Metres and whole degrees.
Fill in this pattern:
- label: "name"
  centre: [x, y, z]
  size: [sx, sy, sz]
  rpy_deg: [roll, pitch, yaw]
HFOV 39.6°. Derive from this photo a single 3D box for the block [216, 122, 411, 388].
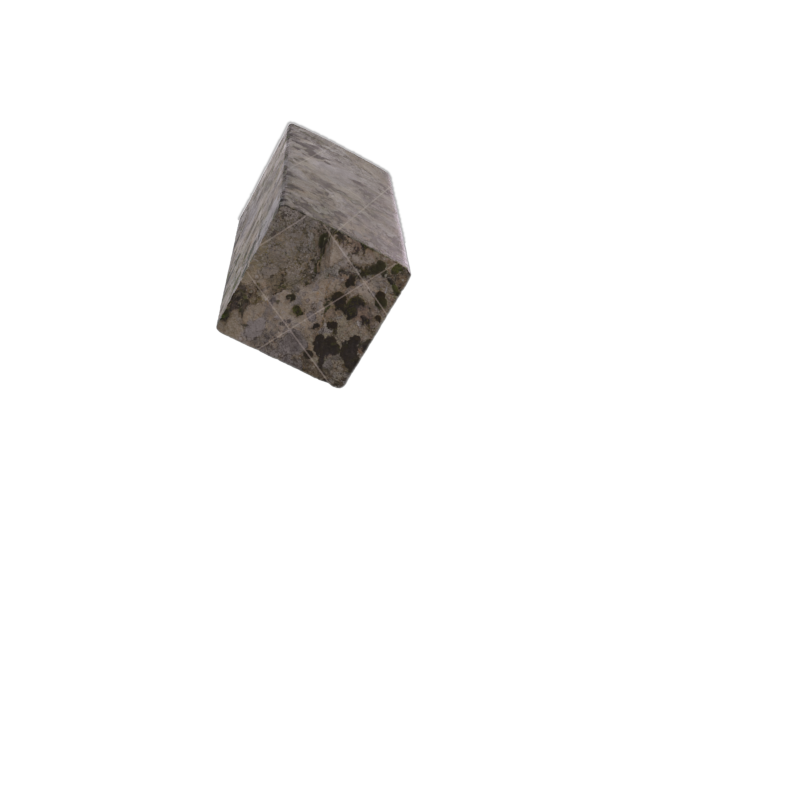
- label: "block"
  centre: [-0.058, -0.107, 0.751]
  size: [0.088, 0.088, 0.217]
  rpy_deg: [26, 21, -15]
